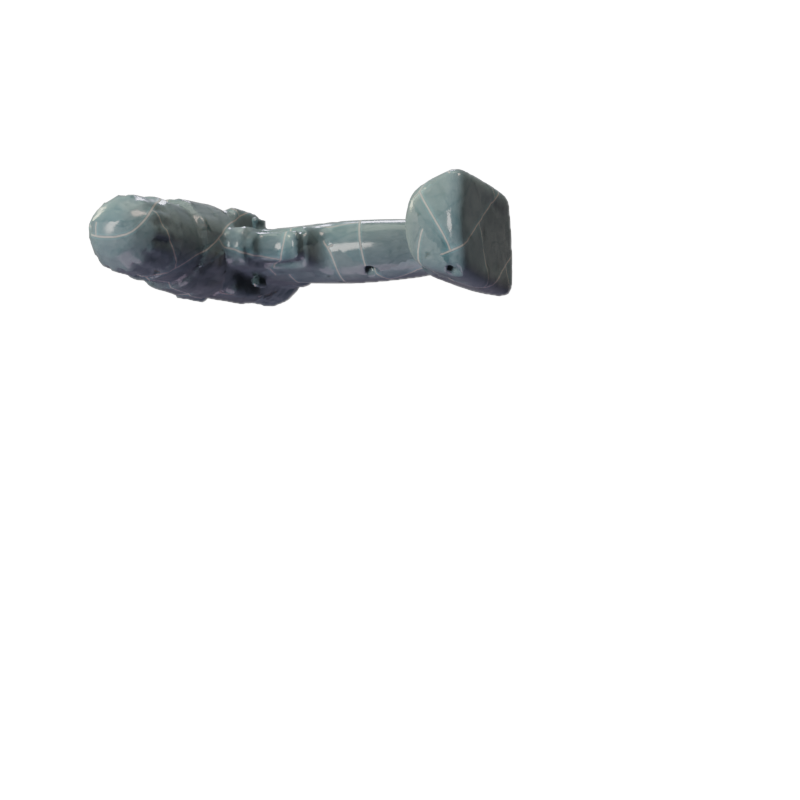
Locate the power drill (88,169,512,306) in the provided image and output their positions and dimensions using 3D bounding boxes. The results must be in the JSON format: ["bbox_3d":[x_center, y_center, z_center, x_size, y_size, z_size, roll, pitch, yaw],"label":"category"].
[{"bbox_3d":[-0.046,-0.084,0.586,0.193,0.058,0.178,0,1,23],"label":"power drill"}]
